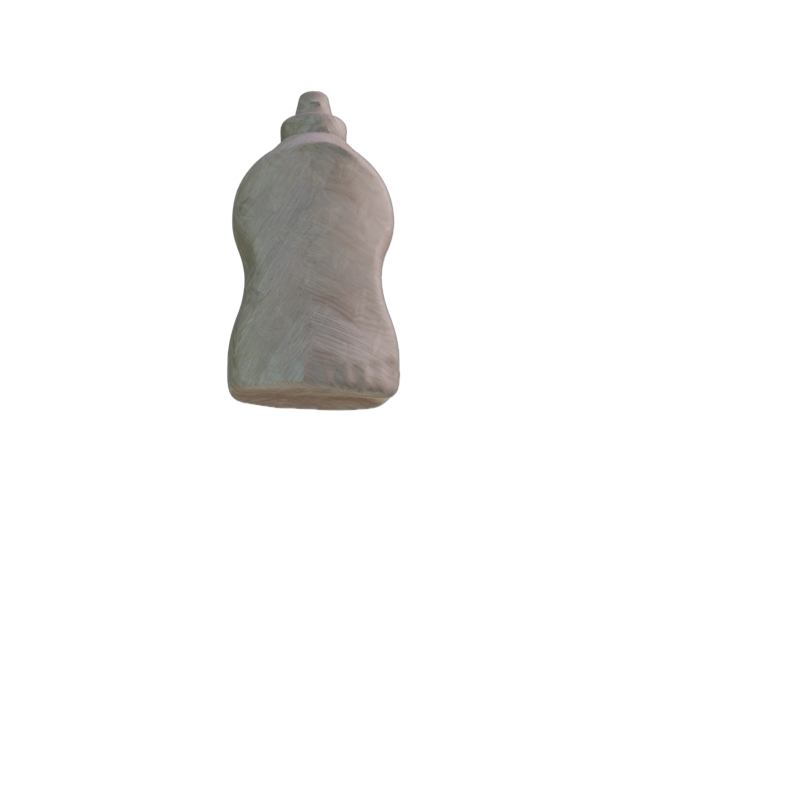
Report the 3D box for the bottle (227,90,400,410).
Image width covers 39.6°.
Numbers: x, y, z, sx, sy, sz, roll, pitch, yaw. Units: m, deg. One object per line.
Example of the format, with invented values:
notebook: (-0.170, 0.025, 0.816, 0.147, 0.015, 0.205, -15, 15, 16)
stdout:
bottle: (-0.051, -0.094, 0.654, 0.094, 0.201, 0.057, 3, -20, -11)
